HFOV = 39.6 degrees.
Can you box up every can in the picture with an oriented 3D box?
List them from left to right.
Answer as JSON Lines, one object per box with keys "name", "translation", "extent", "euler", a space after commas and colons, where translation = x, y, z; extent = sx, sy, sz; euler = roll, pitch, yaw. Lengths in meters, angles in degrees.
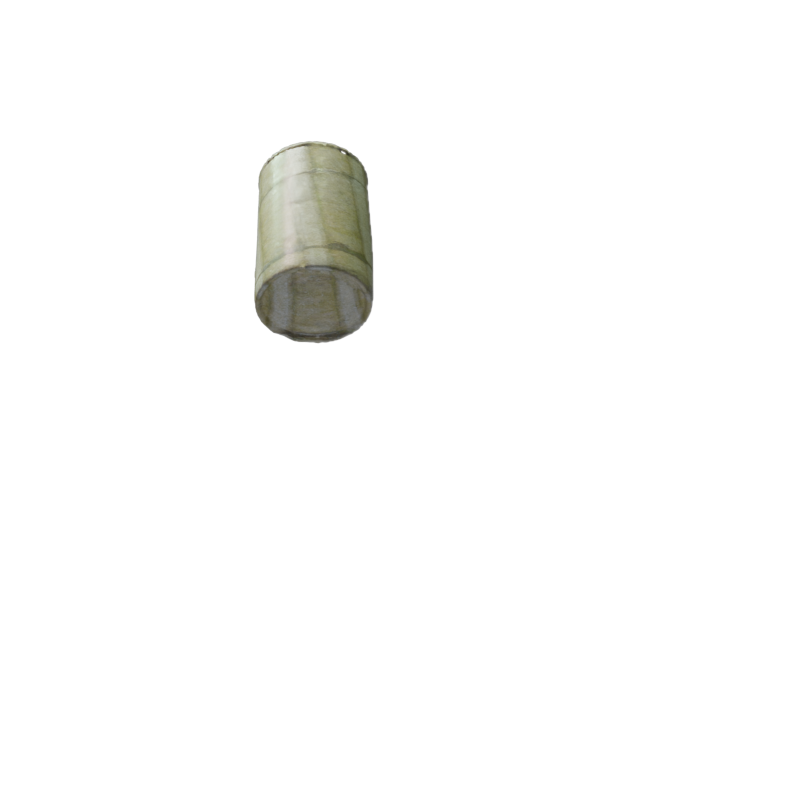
{"name": "can", "translation": [-0.051, -0.093, 0.648], "extent": [0.068, 0.110, 0.064], "euler": [-1, -40, -3]}
